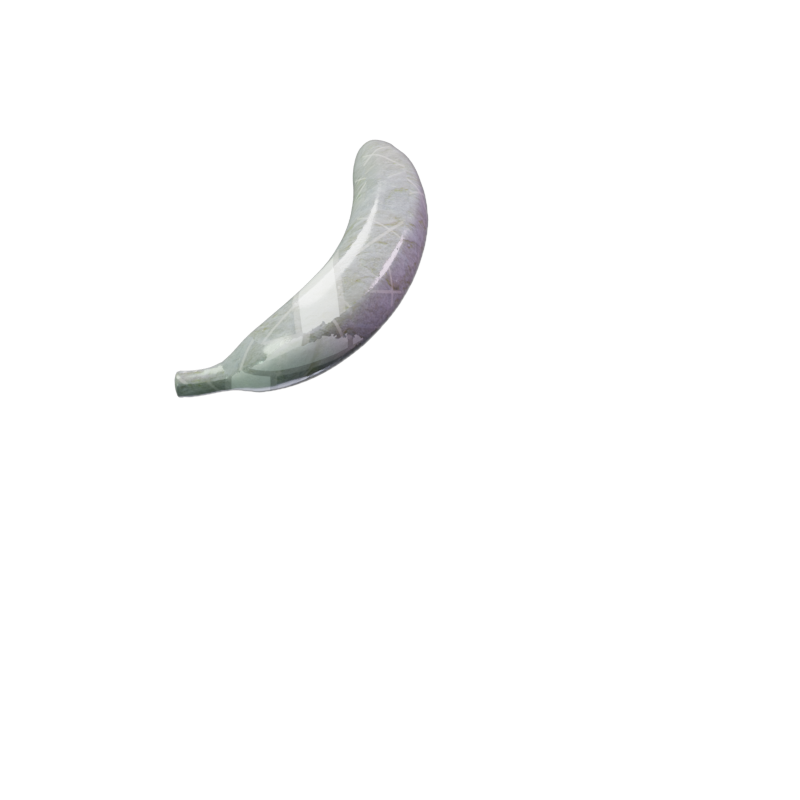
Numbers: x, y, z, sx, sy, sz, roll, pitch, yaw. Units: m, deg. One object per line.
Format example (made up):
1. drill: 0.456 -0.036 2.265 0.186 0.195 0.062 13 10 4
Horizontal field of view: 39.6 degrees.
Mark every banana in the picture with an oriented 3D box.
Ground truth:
1. banana: -0.025 -0.065 0.509 0.072 0.034 0.205 17 45 17
